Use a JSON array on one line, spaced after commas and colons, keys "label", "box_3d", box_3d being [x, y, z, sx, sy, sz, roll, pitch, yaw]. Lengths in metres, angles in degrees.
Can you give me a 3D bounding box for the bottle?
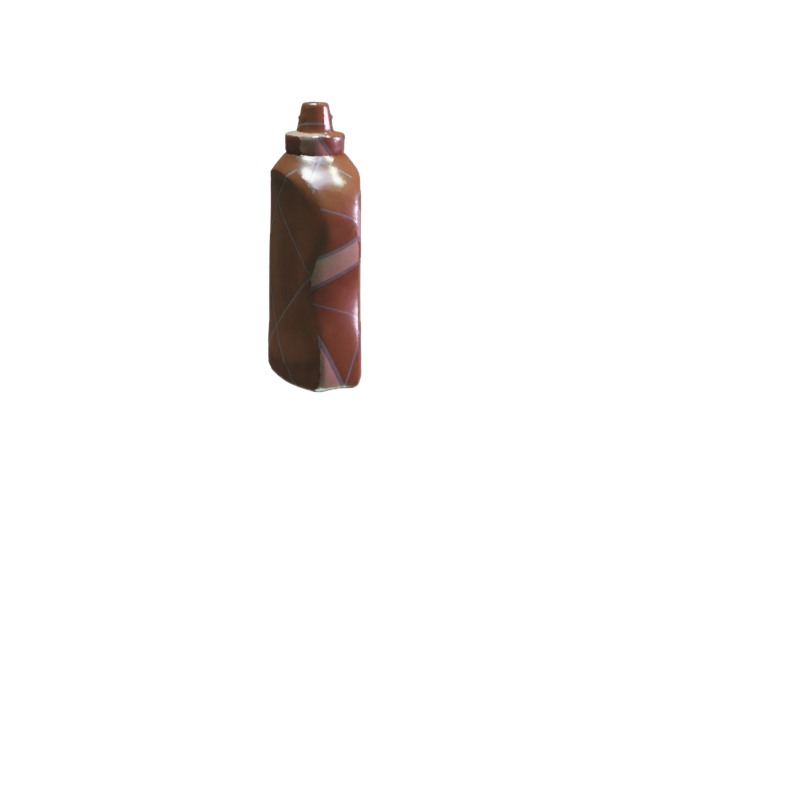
[{"label": "bottle", "box_3d": [-0.060, -0.110, 0.768, 0.057, 0.186, 0.101, -4, 14, -23]}]
